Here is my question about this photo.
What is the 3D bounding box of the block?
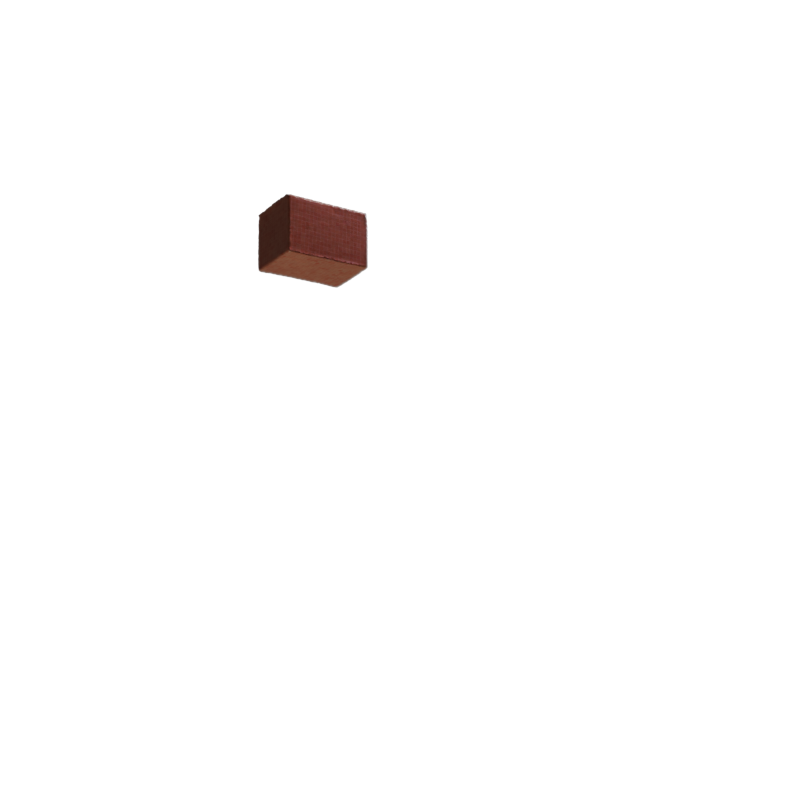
[{"bbox_3d":[-0.072,-0.131,0.917,0.074,0.054,0.053,11,-23,-31],"label":"block"}]
